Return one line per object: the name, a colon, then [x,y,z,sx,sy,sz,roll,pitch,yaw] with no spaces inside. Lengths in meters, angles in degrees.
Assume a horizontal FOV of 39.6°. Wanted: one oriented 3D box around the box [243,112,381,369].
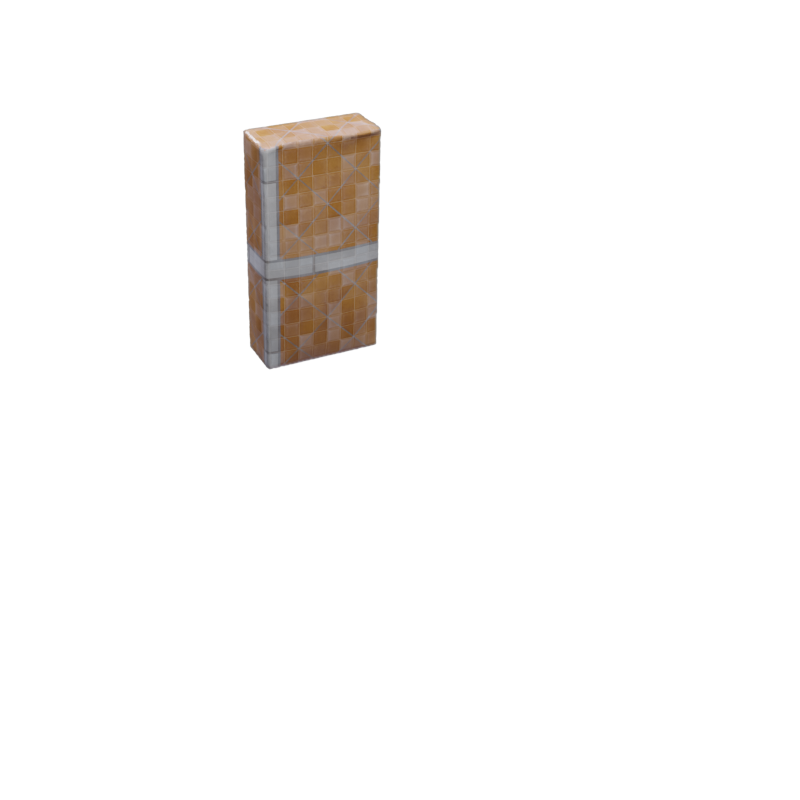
box: [-0.063,-0.116,0.810,0.092,0.166,0.052,-13,33,-23]
